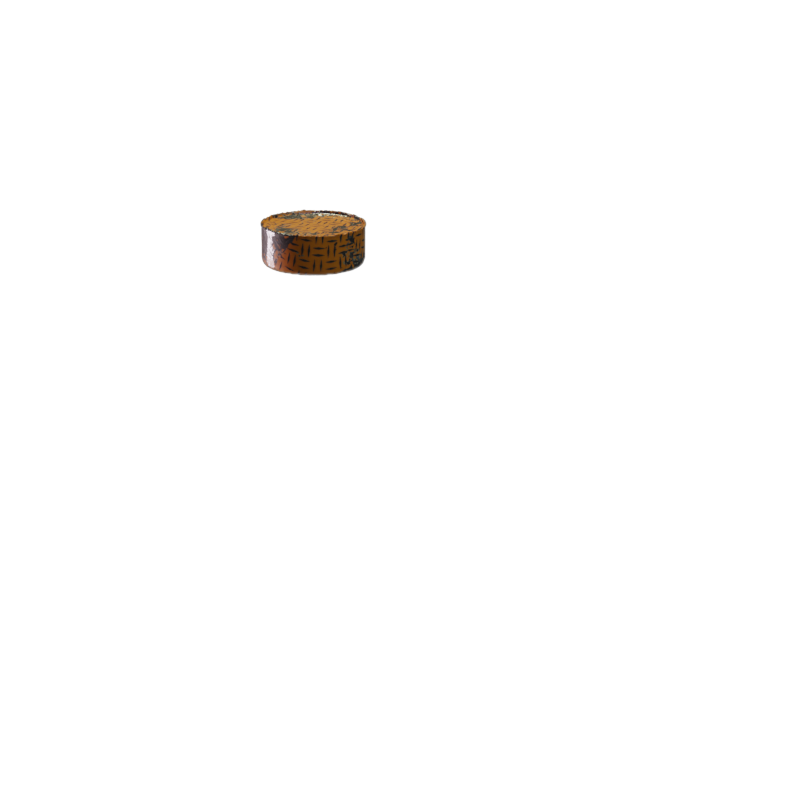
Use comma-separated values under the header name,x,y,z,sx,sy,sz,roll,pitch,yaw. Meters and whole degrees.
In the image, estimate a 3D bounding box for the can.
name,x,y,z,sx,sy,sz,roll,pitch,yaw
can,-0.071,-0.129,0.902,0.086,0.032,0.090,-1,22,-2
